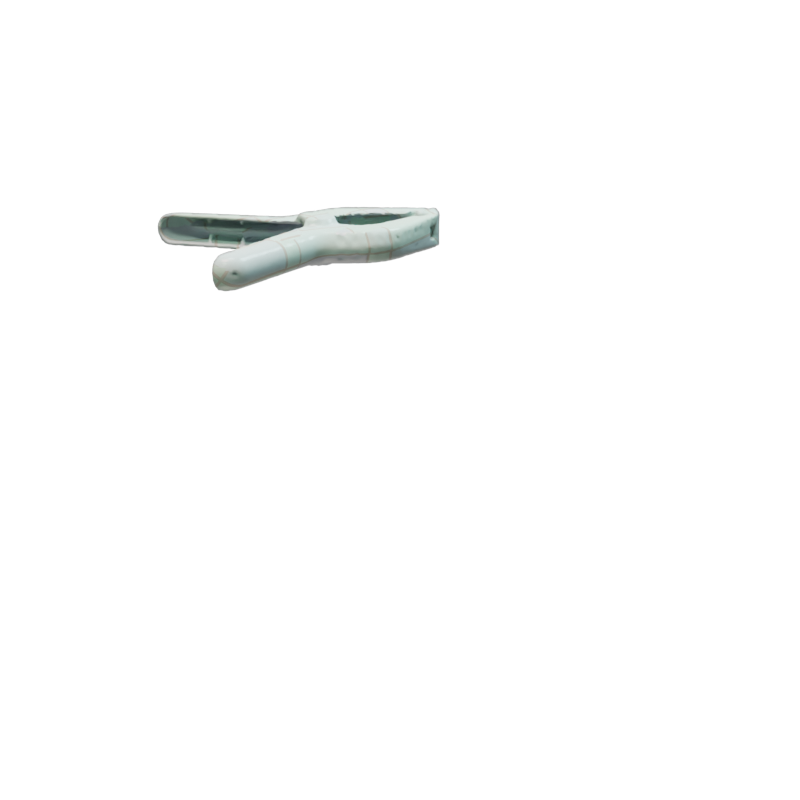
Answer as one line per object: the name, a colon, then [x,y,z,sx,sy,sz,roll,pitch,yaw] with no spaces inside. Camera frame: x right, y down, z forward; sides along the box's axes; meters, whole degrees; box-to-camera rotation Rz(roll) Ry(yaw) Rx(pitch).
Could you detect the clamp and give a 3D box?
clamp: [-0.063,-0.116,0.811,0.206,0.035,0.174,-6,22,-15]
